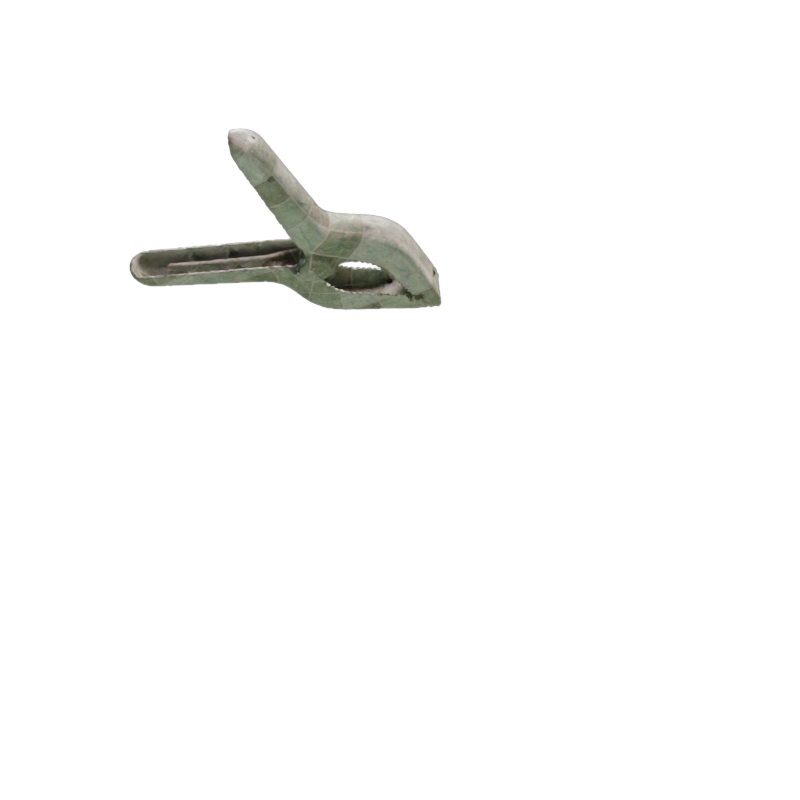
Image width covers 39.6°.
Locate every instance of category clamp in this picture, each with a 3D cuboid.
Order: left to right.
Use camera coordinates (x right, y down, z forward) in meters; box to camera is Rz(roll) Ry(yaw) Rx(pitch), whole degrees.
[{"bbox_3d":[-0.058,-0.105,0.736,0.203,0.039,0.160,12,-31,-21],"label":"clamp"}]
